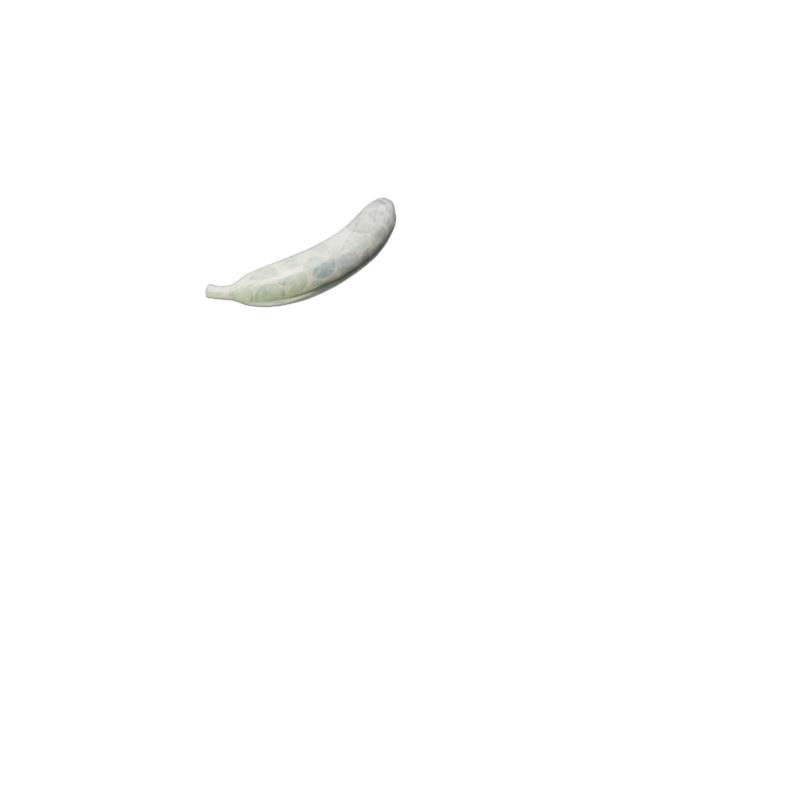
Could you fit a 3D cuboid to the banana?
[{"bbox_3d":[-0.063,-0.121,0.912,0.197,0.034,0.074,-30,48,-32],"label":"banana"}]
